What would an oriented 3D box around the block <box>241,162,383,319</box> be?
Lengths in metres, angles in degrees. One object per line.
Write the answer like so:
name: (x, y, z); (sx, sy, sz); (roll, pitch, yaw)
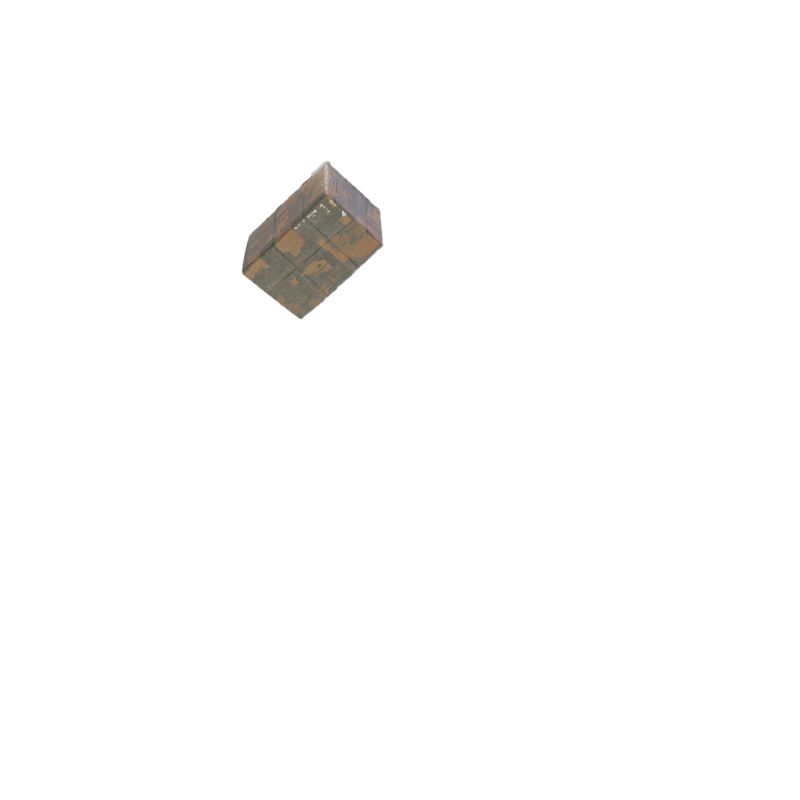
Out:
block: (-0.056, -0.102, 0.714); (0.077, 0.050, 0.054); (-40, 24, 19)
